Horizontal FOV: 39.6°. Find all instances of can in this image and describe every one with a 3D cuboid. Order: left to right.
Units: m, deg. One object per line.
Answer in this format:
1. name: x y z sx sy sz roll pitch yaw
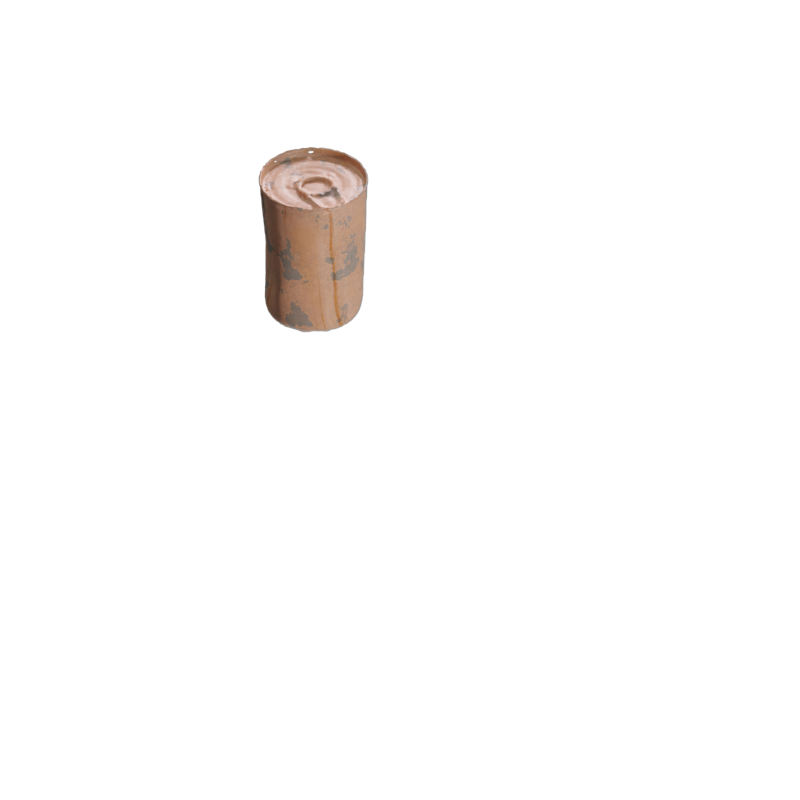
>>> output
1. can: -0.056 -0.102 0.716 0.068 0.095 0.073 0 42 -3
